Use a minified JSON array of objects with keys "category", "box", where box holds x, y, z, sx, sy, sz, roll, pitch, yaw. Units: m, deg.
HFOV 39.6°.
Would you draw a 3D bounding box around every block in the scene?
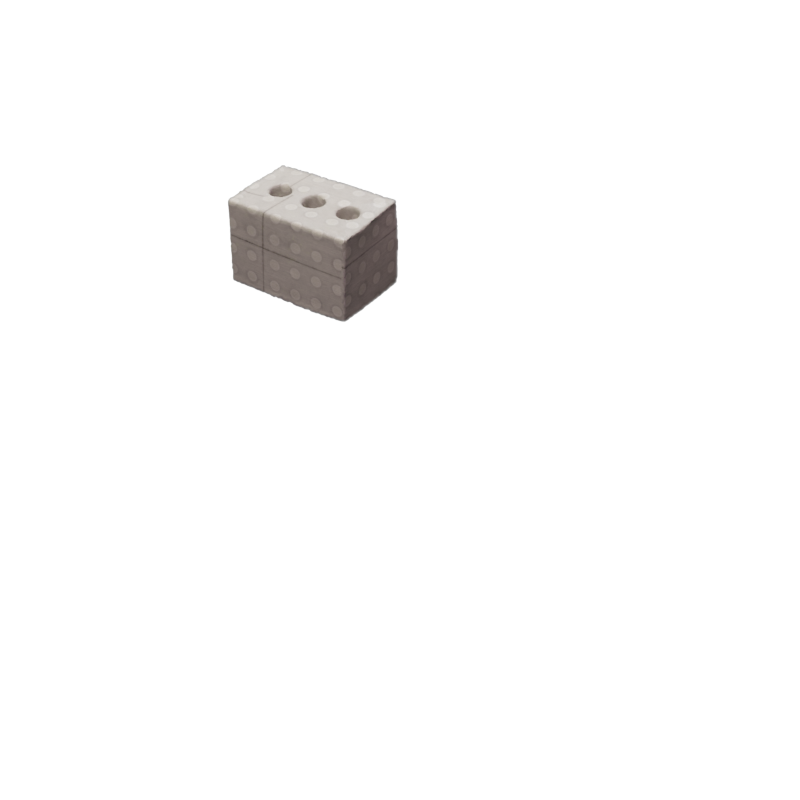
[{"category":"block","box":[-0.047,-0.085,0.599,0.082,0.048,0.053,21,39,27]}]
